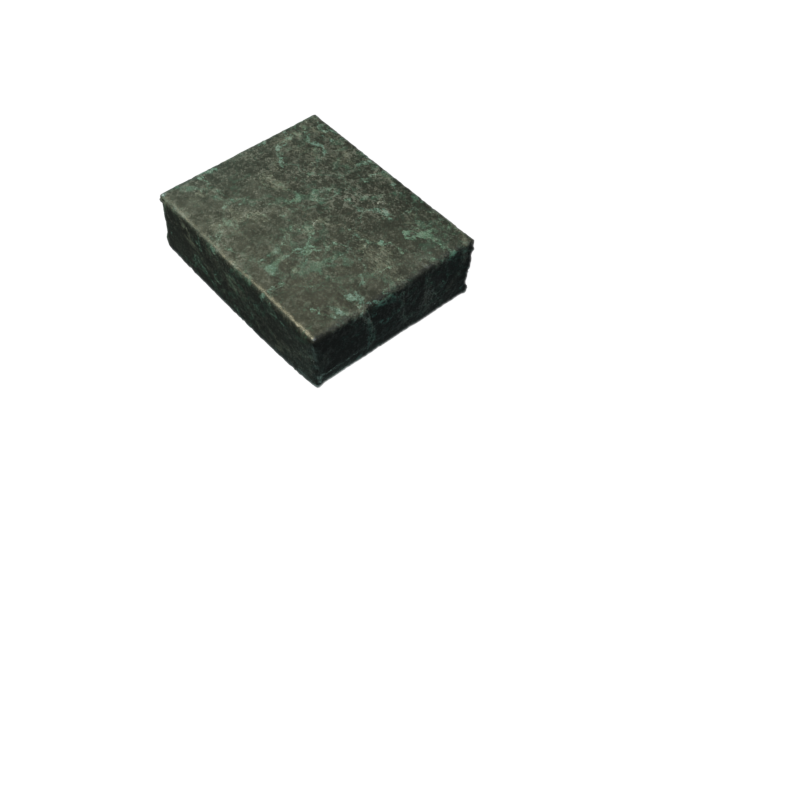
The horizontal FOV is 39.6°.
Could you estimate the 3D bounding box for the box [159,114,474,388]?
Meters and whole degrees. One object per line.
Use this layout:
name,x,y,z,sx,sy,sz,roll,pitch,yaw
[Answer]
box,-0.039,-0.070,0.492,0.090,0.036,0.121,-33,59,-24
